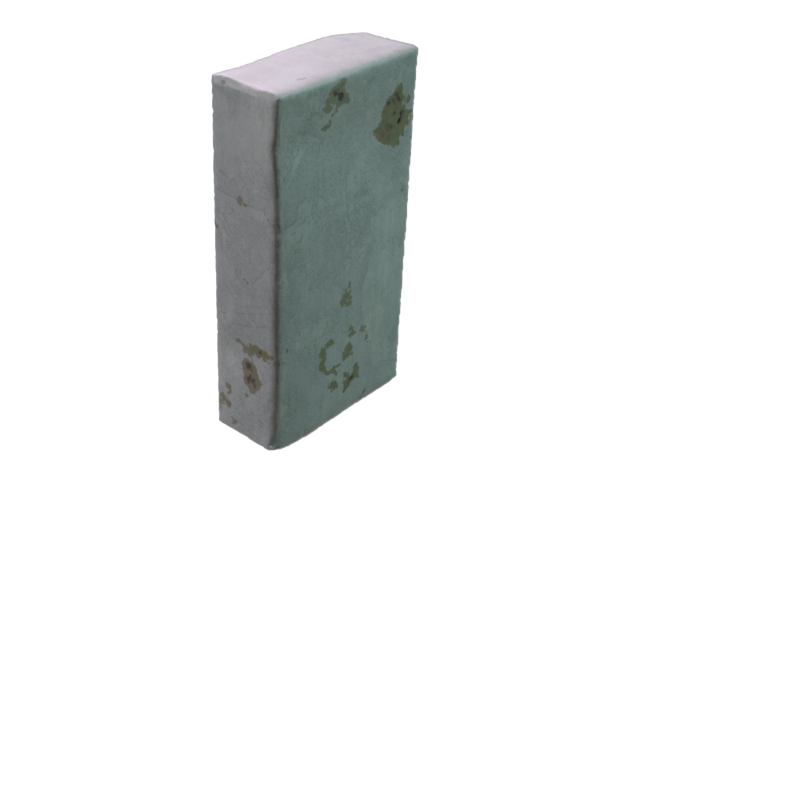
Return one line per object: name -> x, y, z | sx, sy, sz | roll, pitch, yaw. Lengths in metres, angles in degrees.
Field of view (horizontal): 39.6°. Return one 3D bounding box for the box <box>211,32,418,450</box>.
box -> -0.040, -0.073, 0.507 | 0.051, 0.166, 0.093 | 22, 35, 33
